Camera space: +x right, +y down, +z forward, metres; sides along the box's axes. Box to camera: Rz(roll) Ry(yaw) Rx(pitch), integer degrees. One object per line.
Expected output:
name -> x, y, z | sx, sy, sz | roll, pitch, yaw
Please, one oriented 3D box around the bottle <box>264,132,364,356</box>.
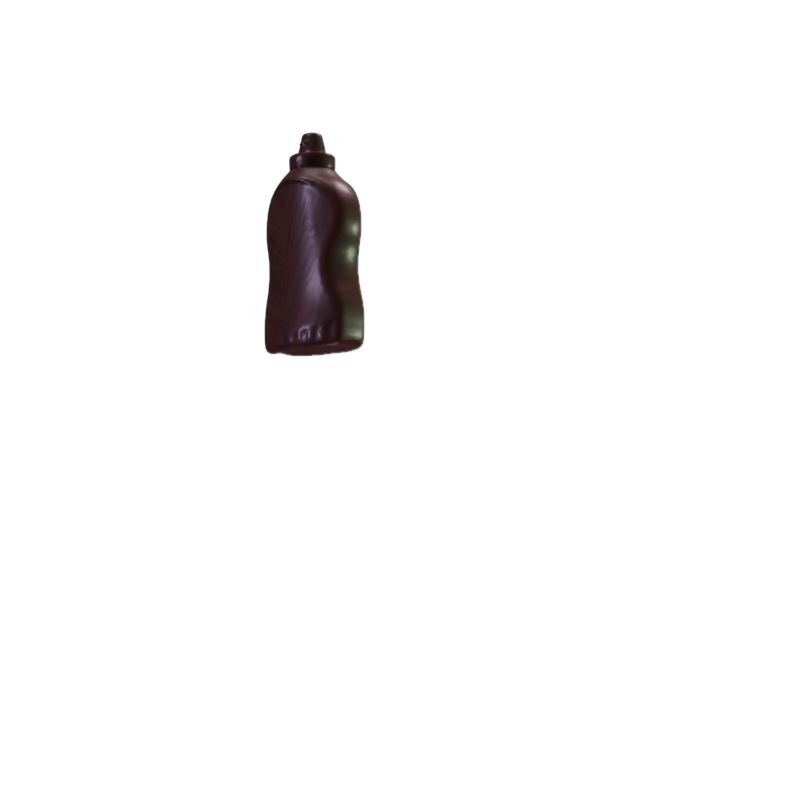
bottle -> -0.075, -0.137, 0.958 | 0.055, 0.197, 0.098 | 10, -14, -43
